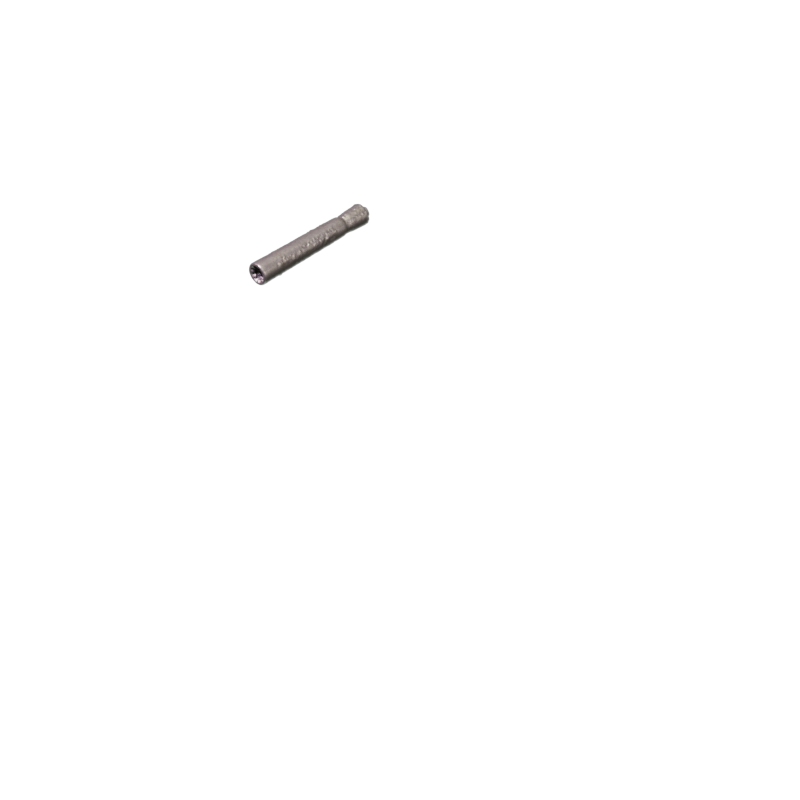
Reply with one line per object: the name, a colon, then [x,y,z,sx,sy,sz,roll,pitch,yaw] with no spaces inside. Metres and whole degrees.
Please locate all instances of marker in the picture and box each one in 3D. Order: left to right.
marker: [-0.068,-0.124,0.872,0.021,0.019,0.122,4,32,48]
